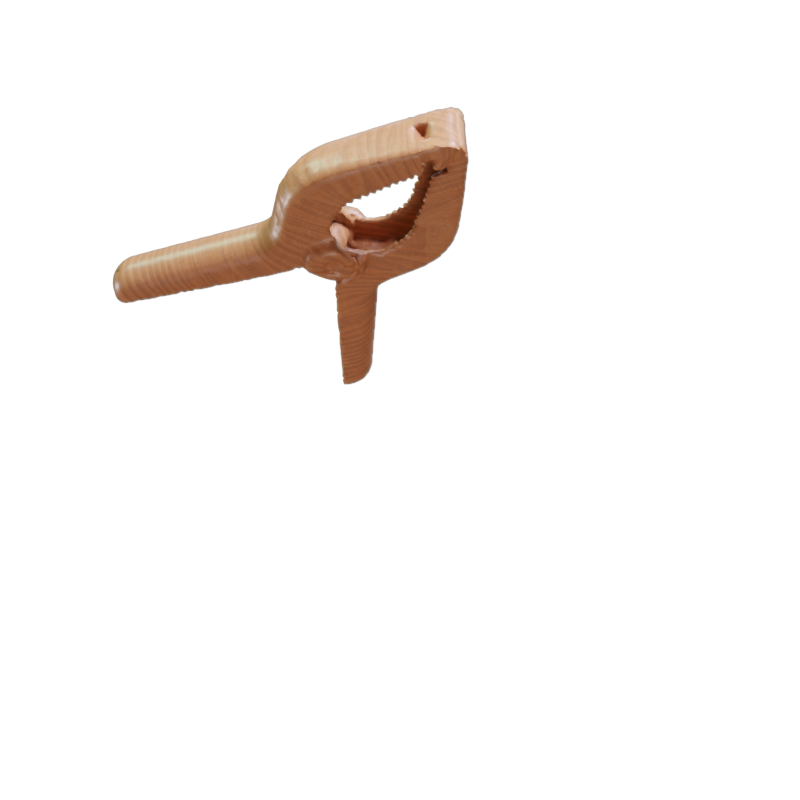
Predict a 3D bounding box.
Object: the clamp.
[{"bbox_3d":[-0.045,-0.082,0.573,0.158,0.039,0.204,17,-37,-24],"label":"clamp"}]
